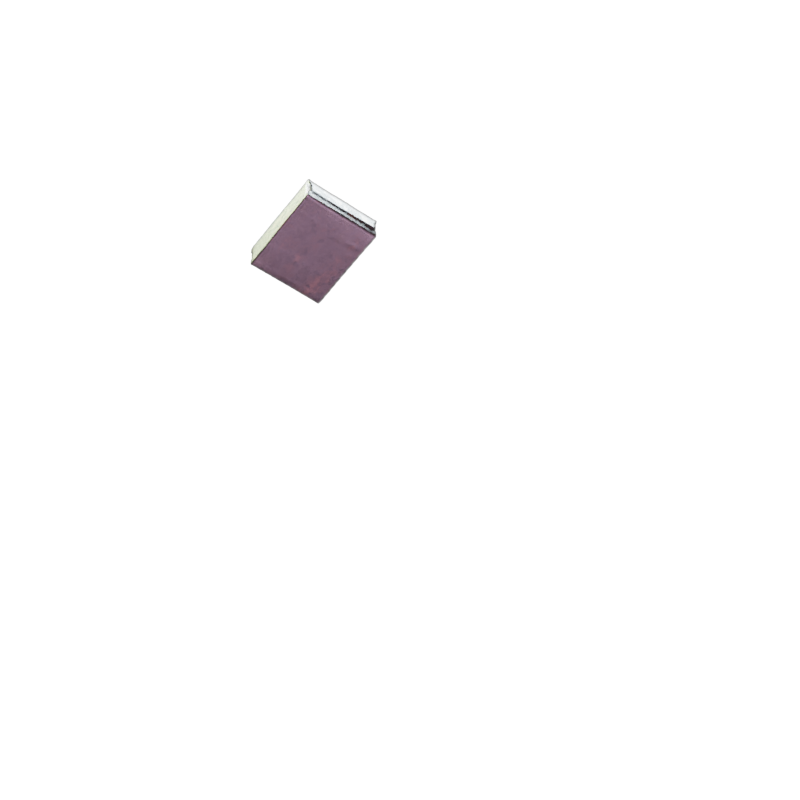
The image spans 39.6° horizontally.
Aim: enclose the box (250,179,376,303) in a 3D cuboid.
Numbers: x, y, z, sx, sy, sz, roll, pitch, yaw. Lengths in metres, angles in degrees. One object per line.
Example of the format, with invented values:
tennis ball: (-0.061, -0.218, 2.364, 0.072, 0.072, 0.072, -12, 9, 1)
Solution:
box: (-0.075, -0.136, 0.954, 0.070, 0.087, 0.032, 31, 29, -20)
